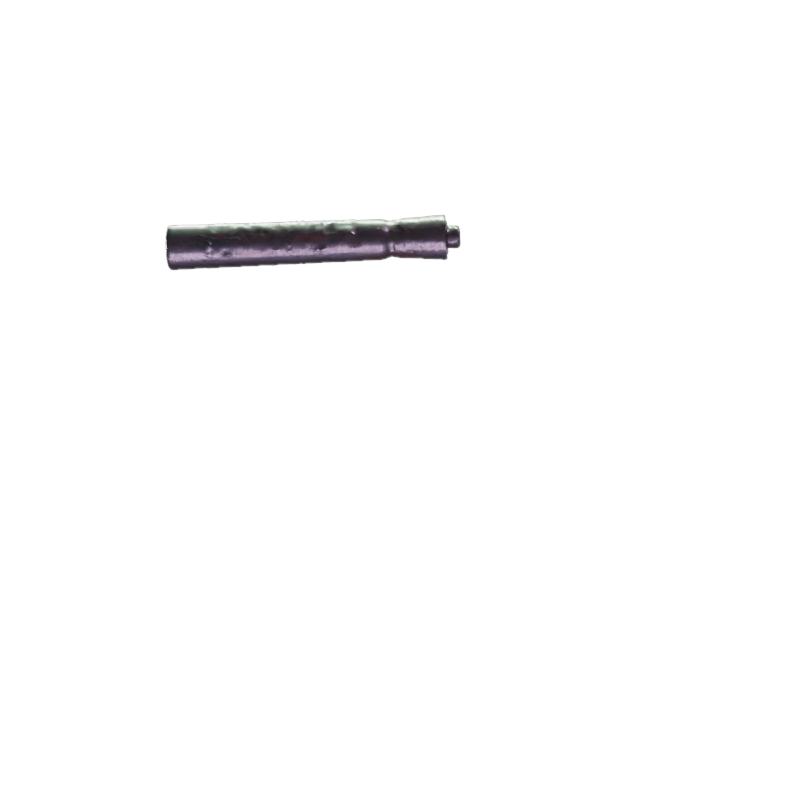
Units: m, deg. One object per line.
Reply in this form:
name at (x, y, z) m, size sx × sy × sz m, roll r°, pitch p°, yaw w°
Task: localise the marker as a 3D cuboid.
marker at (-0.036, -0.066, 0.460) m, size 0.121 × 0.020 × 0.020 m, roll -2°, pitch 4°, yaw 3°
